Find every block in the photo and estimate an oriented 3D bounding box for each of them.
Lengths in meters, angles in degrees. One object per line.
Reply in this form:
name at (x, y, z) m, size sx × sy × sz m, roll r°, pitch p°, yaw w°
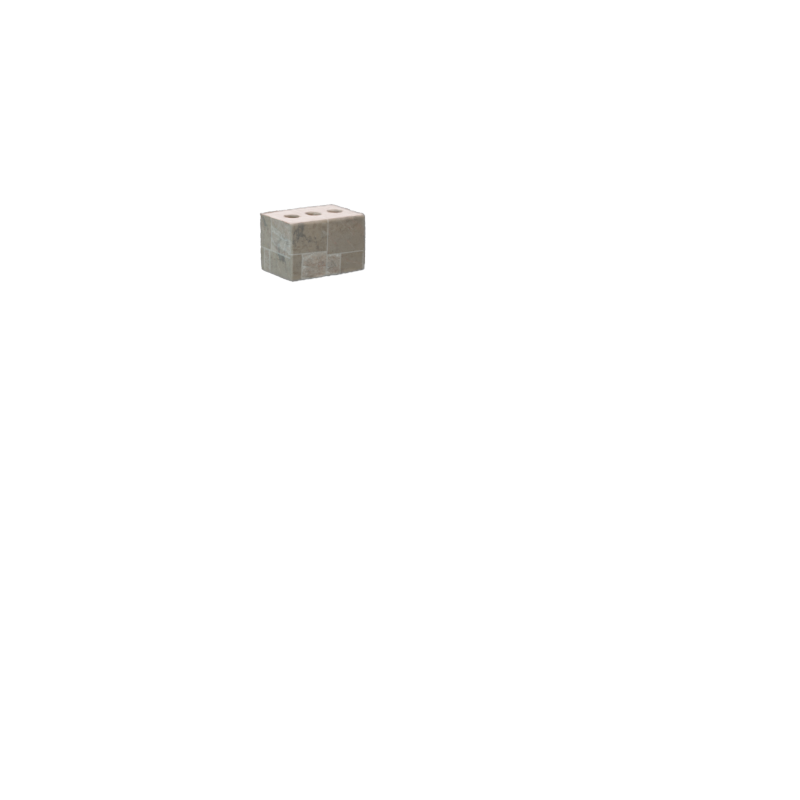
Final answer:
block at (-0.075, -0.137, 0.957) m, size 0.076 × 0.049 × 0.056 m, roll -12°, pitch 21°, yaw -34°
